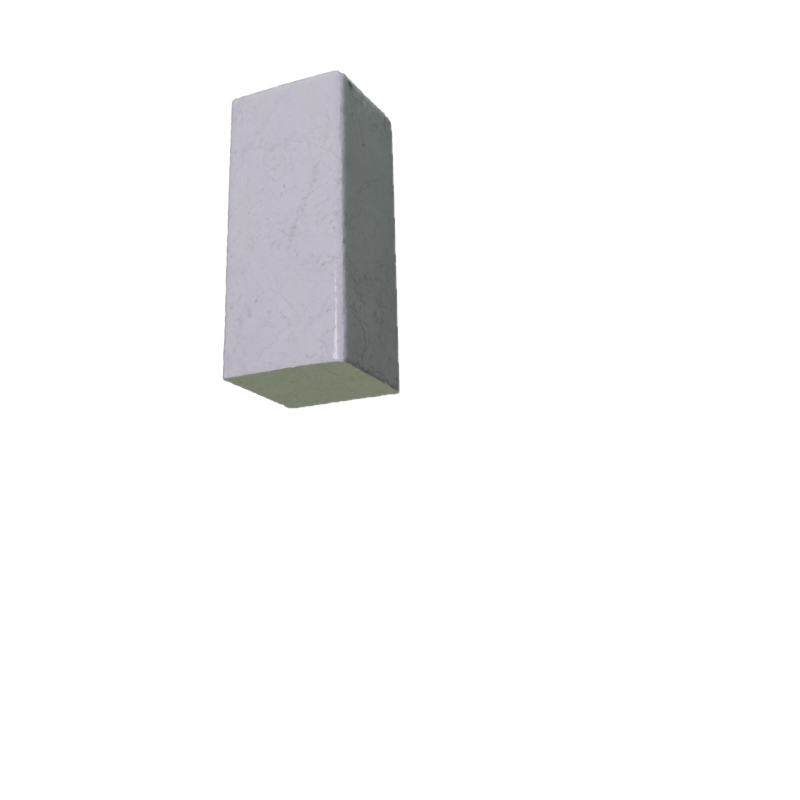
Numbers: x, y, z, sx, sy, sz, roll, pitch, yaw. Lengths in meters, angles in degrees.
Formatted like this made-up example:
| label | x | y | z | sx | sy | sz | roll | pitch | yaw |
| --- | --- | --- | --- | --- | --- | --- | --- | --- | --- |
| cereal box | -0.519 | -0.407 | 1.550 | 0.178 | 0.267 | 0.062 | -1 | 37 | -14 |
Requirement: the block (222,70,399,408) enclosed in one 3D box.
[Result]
| label | x | y | z | sx | sy | sz | roll | pitch | yaw |
| --- | --- | --- | --- | --- | --- | --- | --- | --- | --- |
| block | -0.060 | -0.110 | 0.768 | 0.092 | 0.217 | 0.085 | -11 | -23 | 24 |
